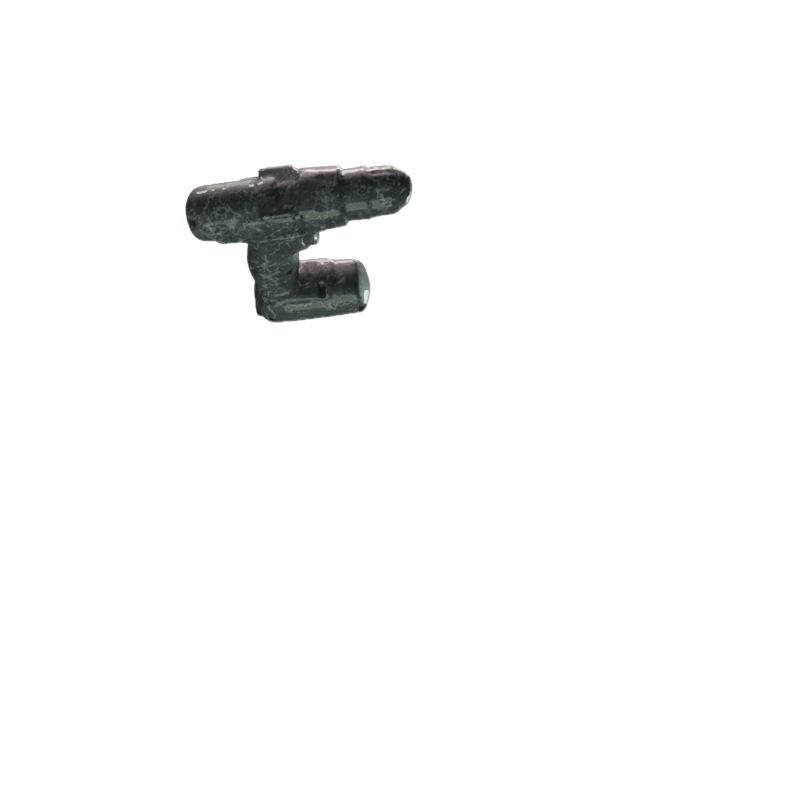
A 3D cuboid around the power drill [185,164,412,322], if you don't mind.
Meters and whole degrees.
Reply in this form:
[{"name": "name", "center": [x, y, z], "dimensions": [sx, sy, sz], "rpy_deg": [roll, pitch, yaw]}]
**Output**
[{"name": "power drill", "center": [-0.075, -0.136, 0.953], "dimensions": [0.186, 0.061, 0.175], "rpy_deg": [-4, -26, 7]}]
